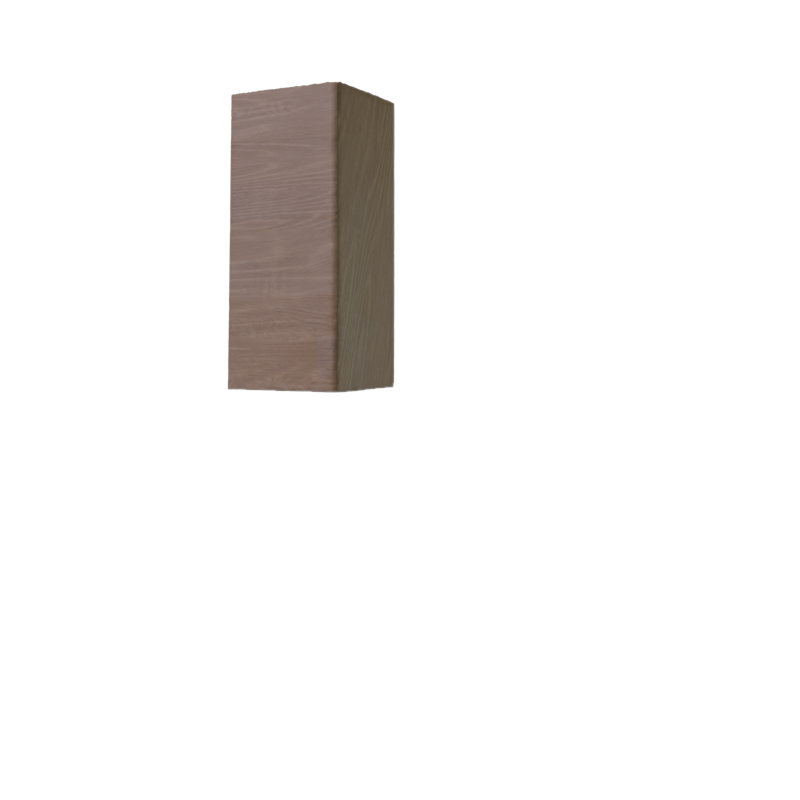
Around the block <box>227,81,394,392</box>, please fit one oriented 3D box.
[{"bbox_3d":[-0.061,-0.112,0.785,0.093,0.208,0.087,-2,-4,28],"label":"block"}]
